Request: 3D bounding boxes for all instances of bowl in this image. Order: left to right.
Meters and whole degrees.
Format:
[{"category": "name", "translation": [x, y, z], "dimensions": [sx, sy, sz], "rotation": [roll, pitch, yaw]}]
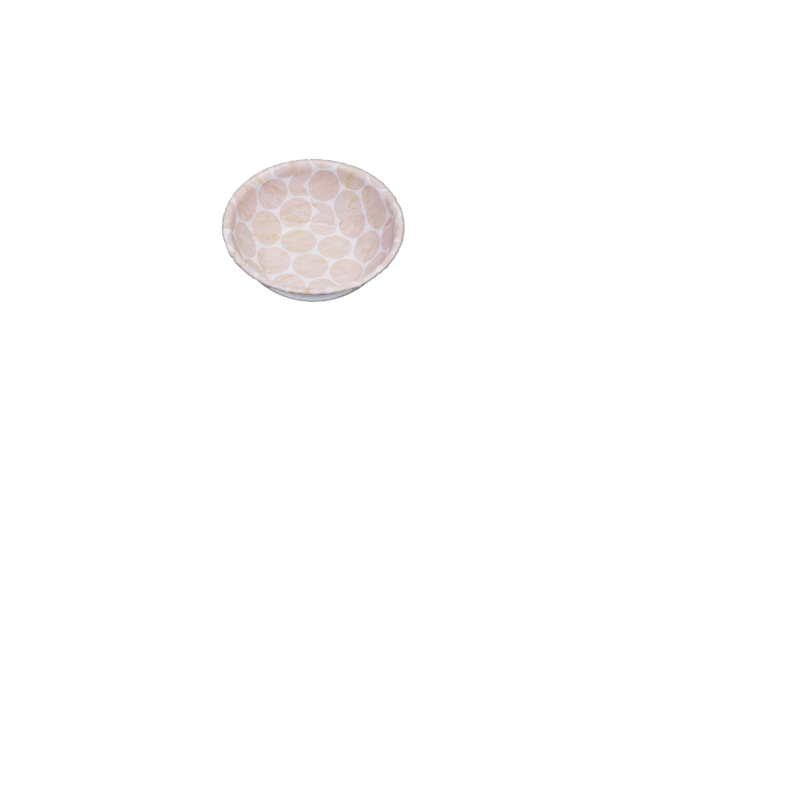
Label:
[{"category": "bowl", "translation": [-0.078, -0.143, 0.999], "dimensions": [0.162, 0.174, 0.051], "rotation": [-1, -37, -1]}]
